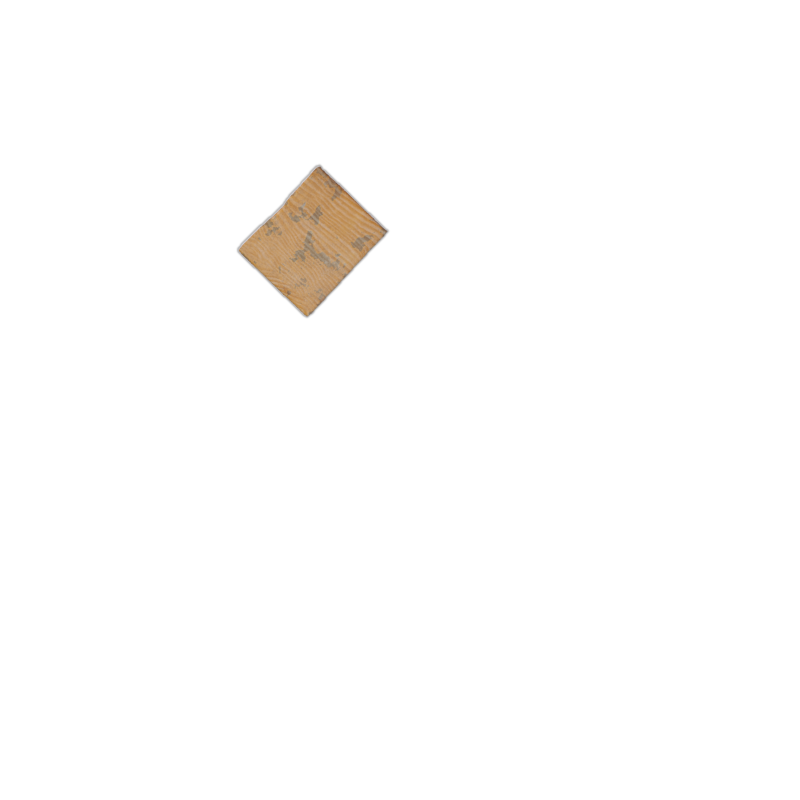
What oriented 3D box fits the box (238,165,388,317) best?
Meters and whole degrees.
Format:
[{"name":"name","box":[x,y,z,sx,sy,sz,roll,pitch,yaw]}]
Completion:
[{"name":"box","box":[-0.065,-0.119,0.830,0.073,0.089,0.030,44,-1,0]}]
